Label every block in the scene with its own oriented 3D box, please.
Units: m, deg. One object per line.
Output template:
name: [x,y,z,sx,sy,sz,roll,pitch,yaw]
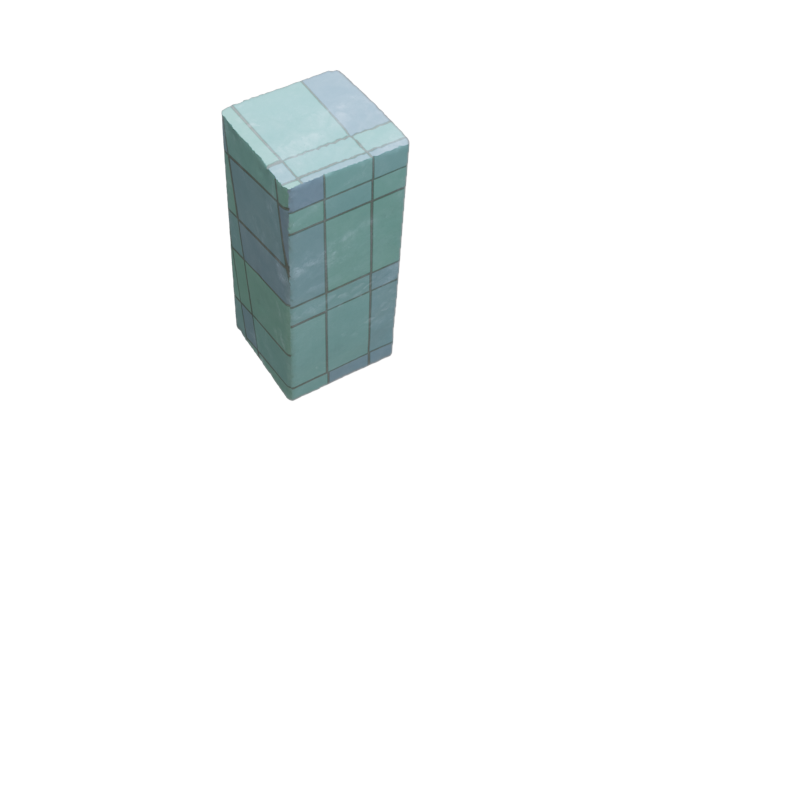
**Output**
block: [-0.060,-0.109,0.762,0.090,0.097,0.192,-24,-35,-22]
